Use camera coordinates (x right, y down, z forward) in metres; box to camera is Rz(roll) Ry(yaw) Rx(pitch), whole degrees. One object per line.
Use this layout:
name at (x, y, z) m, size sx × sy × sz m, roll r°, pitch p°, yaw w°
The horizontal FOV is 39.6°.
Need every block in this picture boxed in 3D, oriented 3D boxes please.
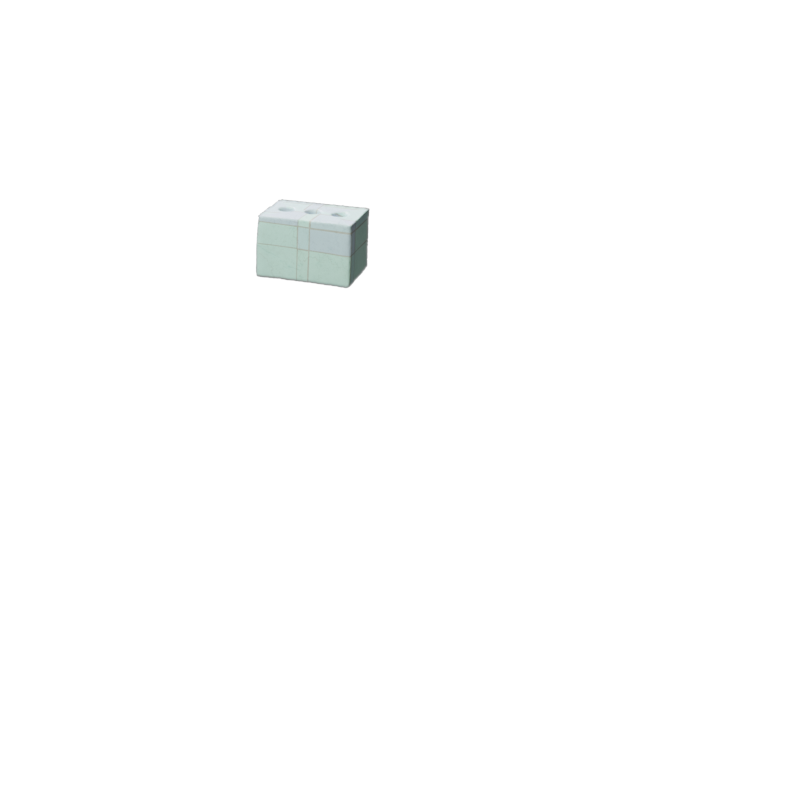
block at (-0.068, -0.124, 0.871) m, size 0.080 × 0.049 × 0.054 m, roll 8°, pitch 24°, yaw 16°
